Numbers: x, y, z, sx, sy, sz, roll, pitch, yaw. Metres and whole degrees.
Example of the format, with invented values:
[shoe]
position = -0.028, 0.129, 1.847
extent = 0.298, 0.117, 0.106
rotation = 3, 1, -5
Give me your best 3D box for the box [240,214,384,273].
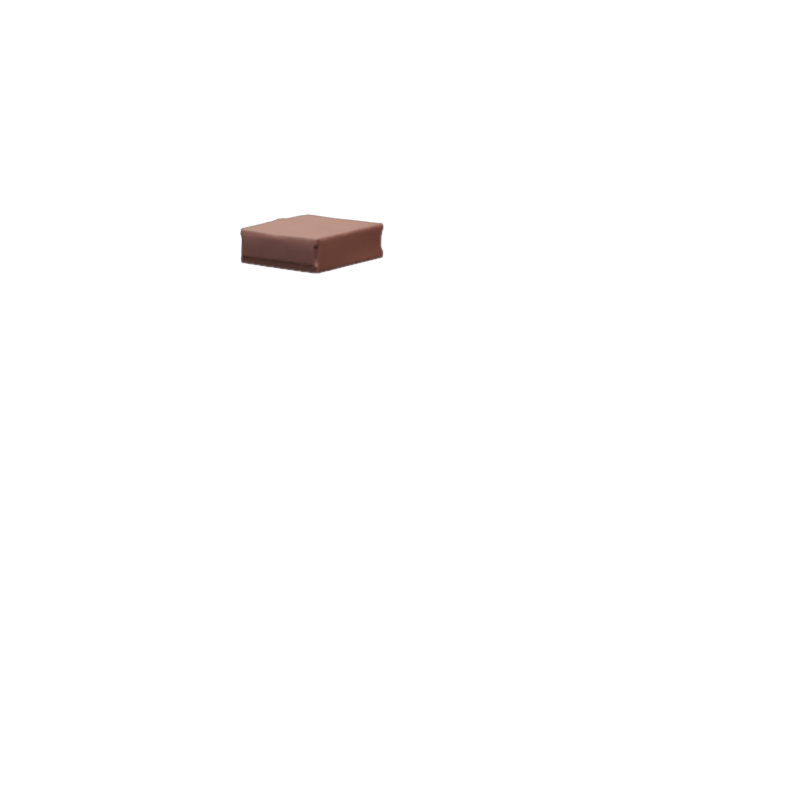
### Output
[box]
position = -0.066, -0.120, 0.843
extent = 0.077, 0.029, 0.088
rotation = 12, 21, 33
